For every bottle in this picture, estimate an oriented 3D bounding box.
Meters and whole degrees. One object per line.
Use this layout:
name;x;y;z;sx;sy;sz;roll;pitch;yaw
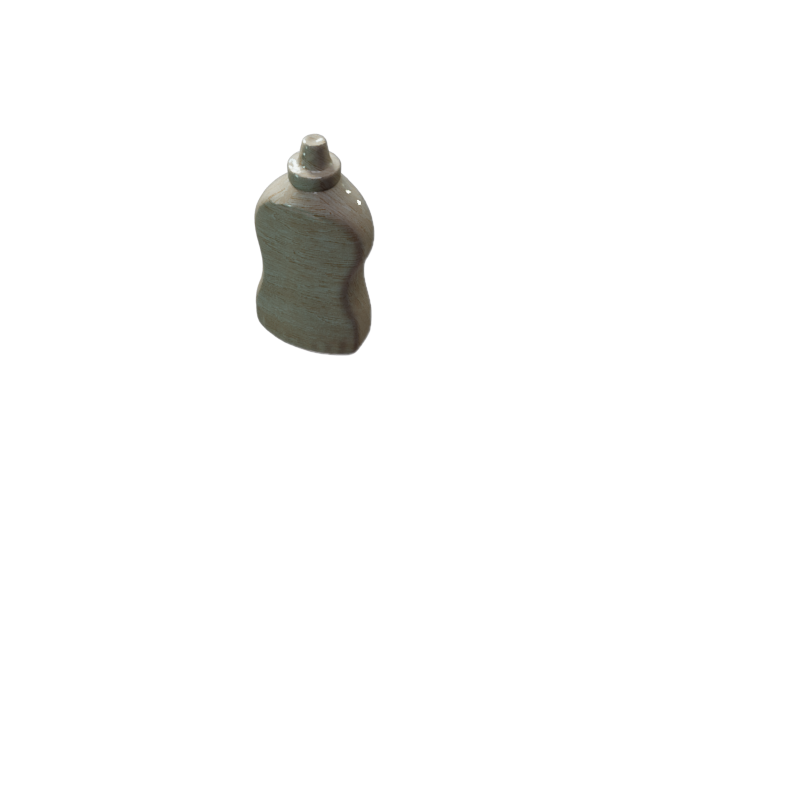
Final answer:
bottle;-0.068;-0.125;0.877;0.100;0.179;0.060;21;45;19
